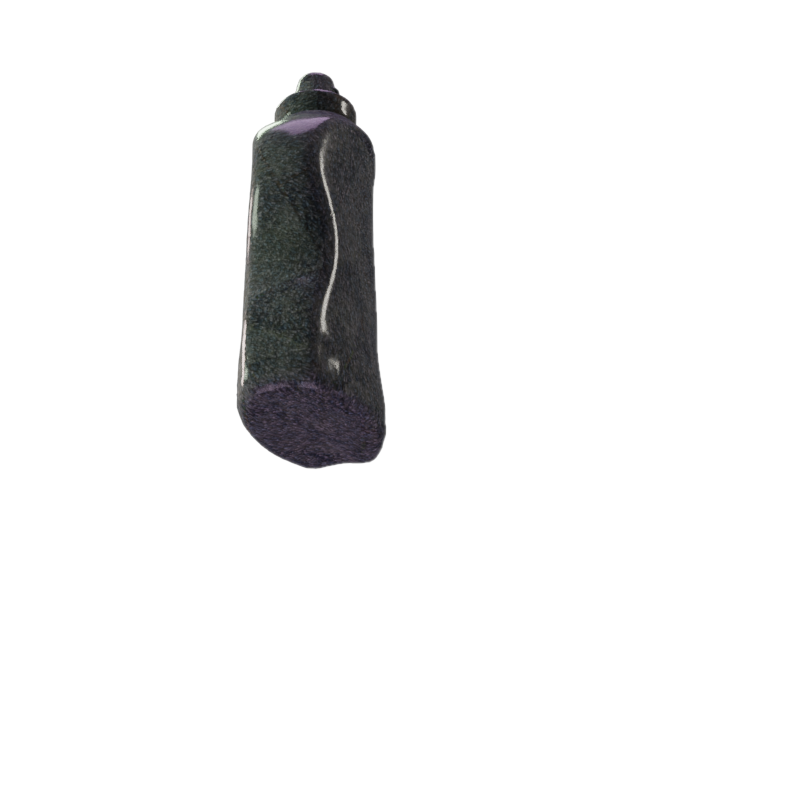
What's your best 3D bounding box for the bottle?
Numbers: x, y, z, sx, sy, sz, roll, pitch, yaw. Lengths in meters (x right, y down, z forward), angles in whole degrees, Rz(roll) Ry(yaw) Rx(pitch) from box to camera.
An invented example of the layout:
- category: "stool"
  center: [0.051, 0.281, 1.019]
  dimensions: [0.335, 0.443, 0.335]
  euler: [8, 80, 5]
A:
- category: "bottle"
  center: [-0.040, -0.074, 0.515]
  dimensions: [0.059, 0.204, 0.089]
  euler: [-10, -30, 14]
